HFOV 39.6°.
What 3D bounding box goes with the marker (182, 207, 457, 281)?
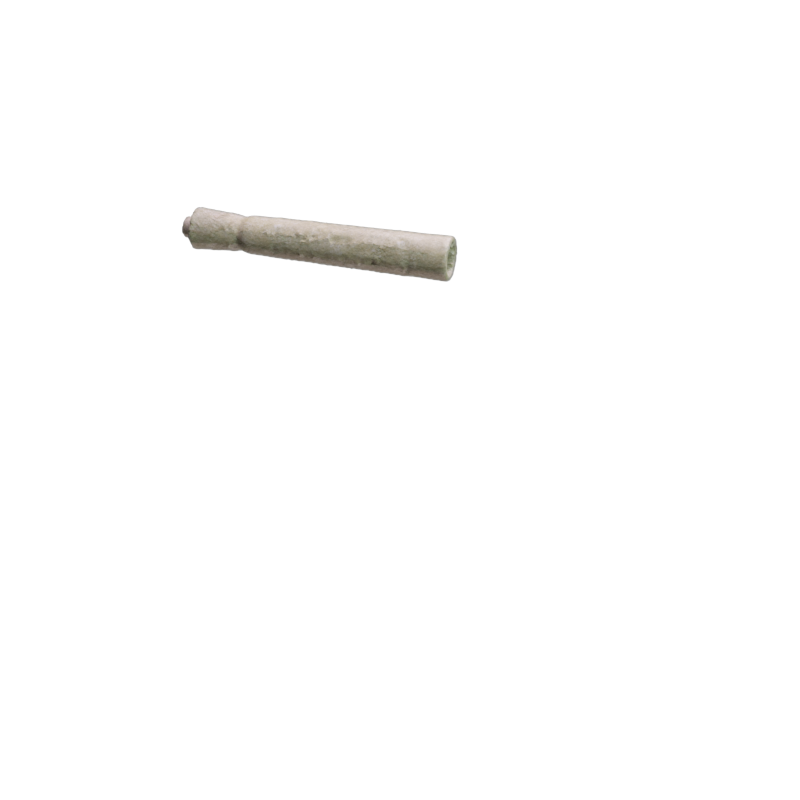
[{"bbox_3d":[-0.037,-0.067,0.471,0.125,0.020,0.019,10,7,20],"label":"marker"}]
